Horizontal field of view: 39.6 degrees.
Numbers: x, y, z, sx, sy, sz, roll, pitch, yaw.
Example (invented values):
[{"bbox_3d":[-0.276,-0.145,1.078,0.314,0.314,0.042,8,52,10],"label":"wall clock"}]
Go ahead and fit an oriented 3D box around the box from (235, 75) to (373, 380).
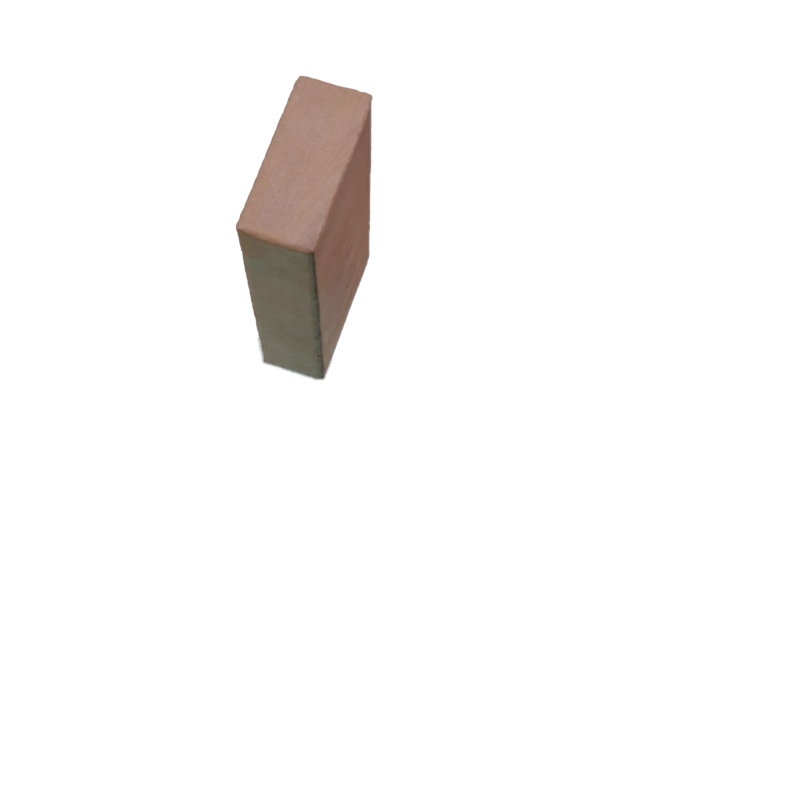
[{"bbox_3d":[-0.047,-0.085,0.600,0.048,0.097,0.168,18,-20,2],"label":"box"}]
